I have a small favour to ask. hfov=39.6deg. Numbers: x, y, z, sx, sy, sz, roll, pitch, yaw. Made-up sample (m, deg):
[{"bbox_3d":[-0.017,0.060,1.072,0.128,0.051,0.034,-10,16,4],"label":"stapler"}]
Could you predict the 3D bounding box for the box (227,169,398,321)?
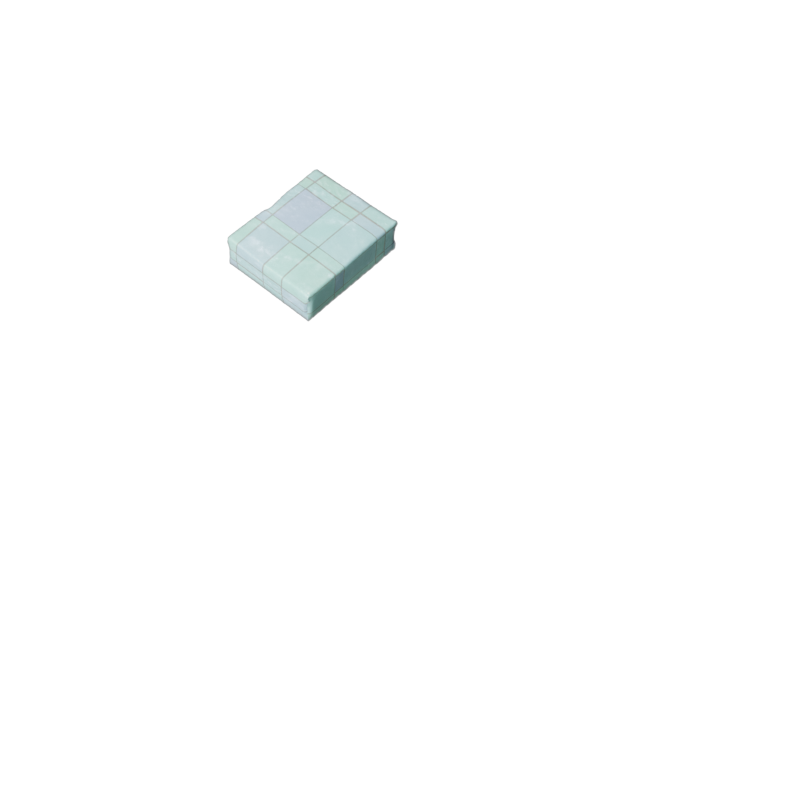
[{"bbox_3d":[-0.057,-0.104,0.729,0.077,0.028,0.090,35,60,23],"label":"box"}]
